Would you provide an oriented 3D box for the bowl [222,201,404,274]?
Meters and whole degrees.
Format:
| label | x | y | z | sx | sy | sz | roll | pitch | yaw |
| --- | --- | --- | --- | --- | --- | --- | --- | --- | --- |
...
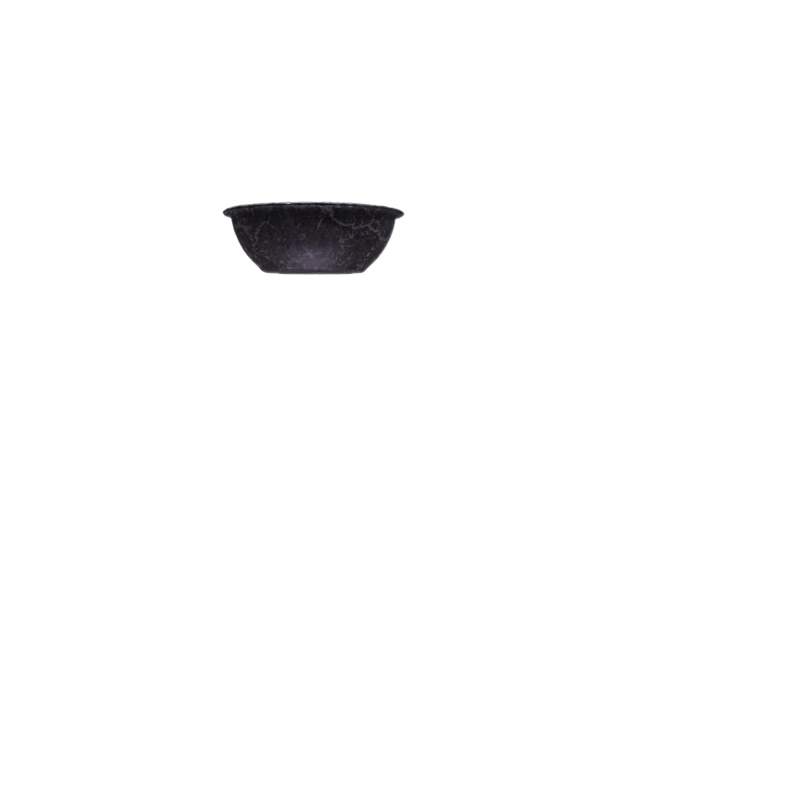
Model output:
| label | x | y | z | sx | sy | sz | roll | pitch | yaw |
| --- | --- | --- | --- | --- | --- | --- | --- | --- | --- |
| bowl | -0.077 | -0.141 | 0.987 | 0.162 | 0.055 | 0.162 | 0 | 3 | -2 |
